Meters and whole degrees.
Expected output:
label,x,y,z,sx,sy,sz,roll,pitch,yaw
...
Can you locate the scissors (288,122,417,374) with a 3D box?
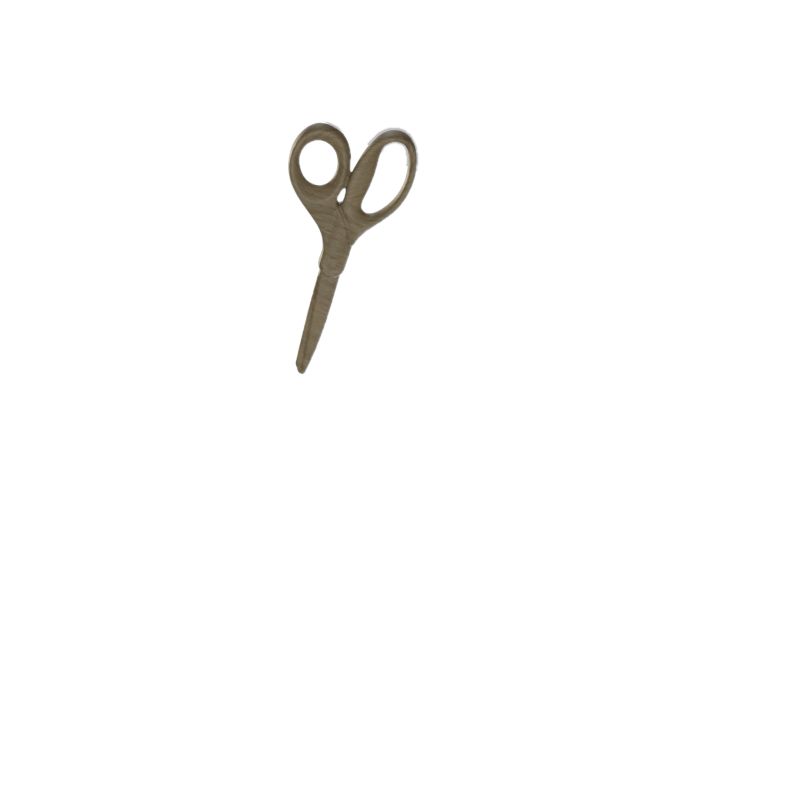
label,x,y,z,sx,sy,sz,roll,pitch,yaw
scissors,-0.061,-0.112,0.784,0.093,0.196,0.017,29,24,-14
